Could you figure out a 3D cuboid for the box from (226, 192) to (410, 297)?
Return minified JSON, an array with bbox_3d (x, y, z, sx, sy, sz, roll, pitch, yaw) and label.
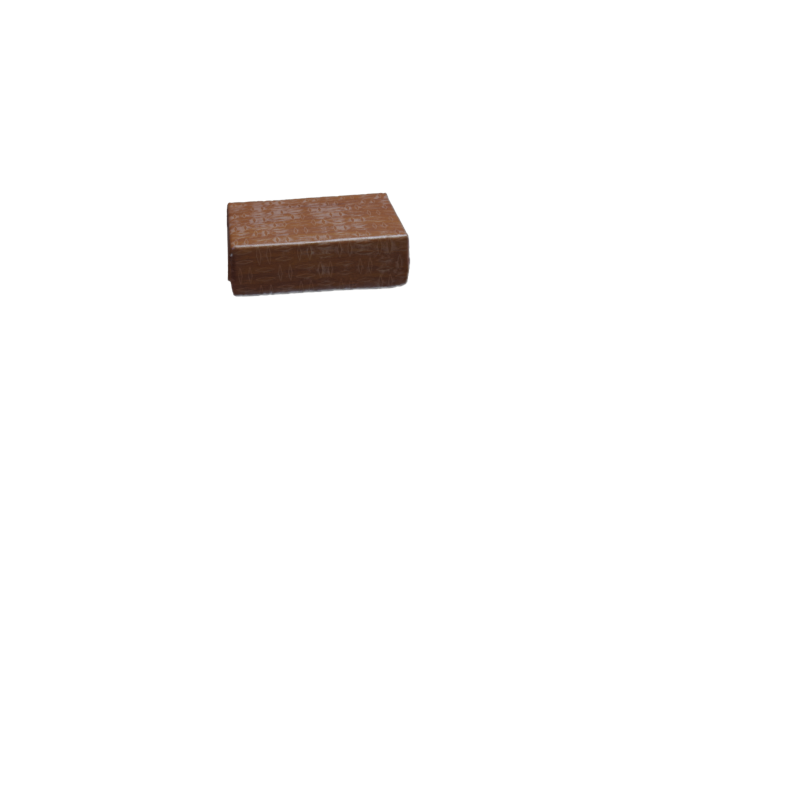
[{"bbox_3d":[-0.056,-0.103,0.720,0.113,0.037,0.095,-3,27,-6],"label":"box"}]
